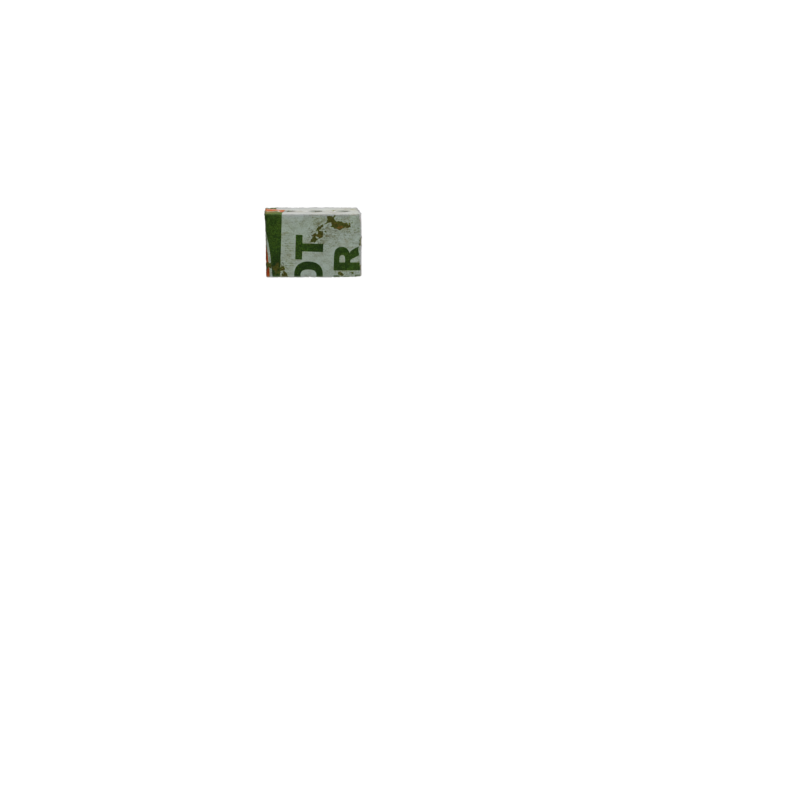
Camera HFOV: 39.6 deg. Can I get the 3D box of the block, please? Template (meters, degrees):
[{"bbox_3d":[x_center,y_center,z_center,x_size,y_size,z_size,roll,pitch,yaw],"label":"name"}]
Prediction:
[{"bbox_3d":[-0.069,-0.127,0.887,0.078,0.050,0.054,0,11,-3],"label":"block"}]
